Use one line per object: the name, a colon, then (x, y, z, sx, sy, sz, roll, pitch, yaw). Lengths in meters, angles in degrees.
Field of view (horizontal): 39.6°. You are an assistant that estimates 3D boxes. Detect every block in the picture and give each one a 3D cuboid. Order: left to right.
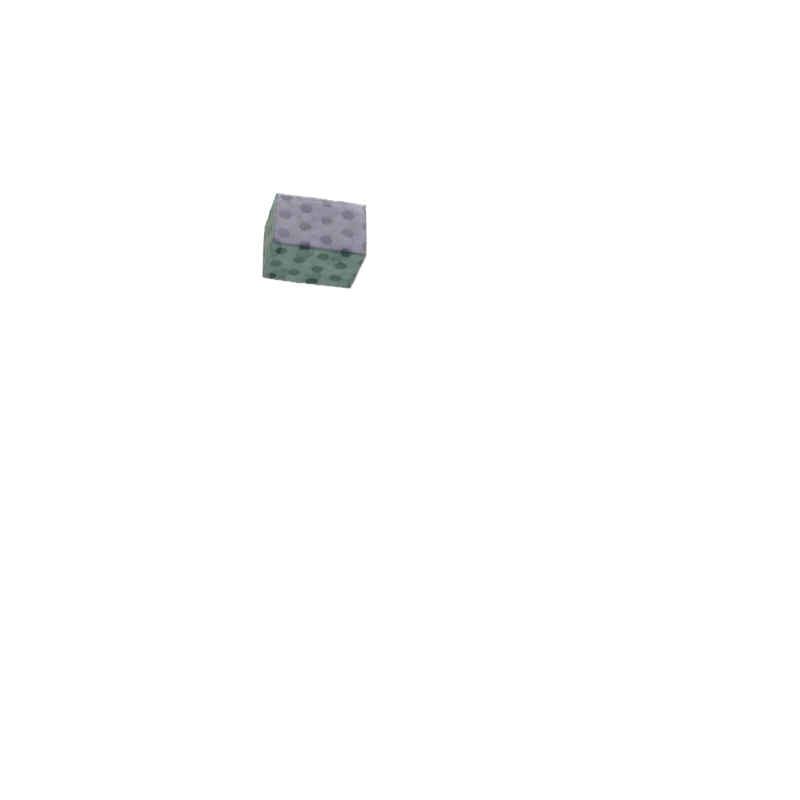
block: (-0.071, -0.129, 0.904, 0.076, 0.055, 0.050, 7, -32, -13)
